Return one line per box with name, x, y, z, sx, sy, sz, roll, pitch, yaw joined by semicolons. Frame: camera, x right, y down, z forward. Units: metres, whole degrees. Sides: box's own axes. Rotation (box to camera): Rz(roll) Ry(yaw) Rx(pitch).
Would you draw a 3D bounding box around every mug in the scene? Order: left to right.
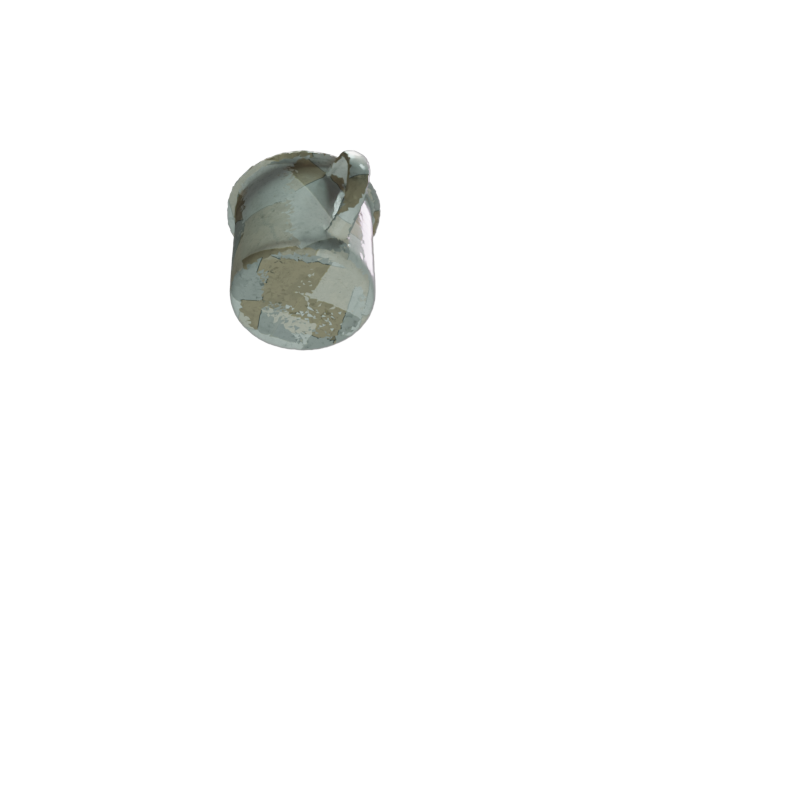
mug;-0.050;-0.091;0.634;0.089;0.087;0.114;24;-52;-22
